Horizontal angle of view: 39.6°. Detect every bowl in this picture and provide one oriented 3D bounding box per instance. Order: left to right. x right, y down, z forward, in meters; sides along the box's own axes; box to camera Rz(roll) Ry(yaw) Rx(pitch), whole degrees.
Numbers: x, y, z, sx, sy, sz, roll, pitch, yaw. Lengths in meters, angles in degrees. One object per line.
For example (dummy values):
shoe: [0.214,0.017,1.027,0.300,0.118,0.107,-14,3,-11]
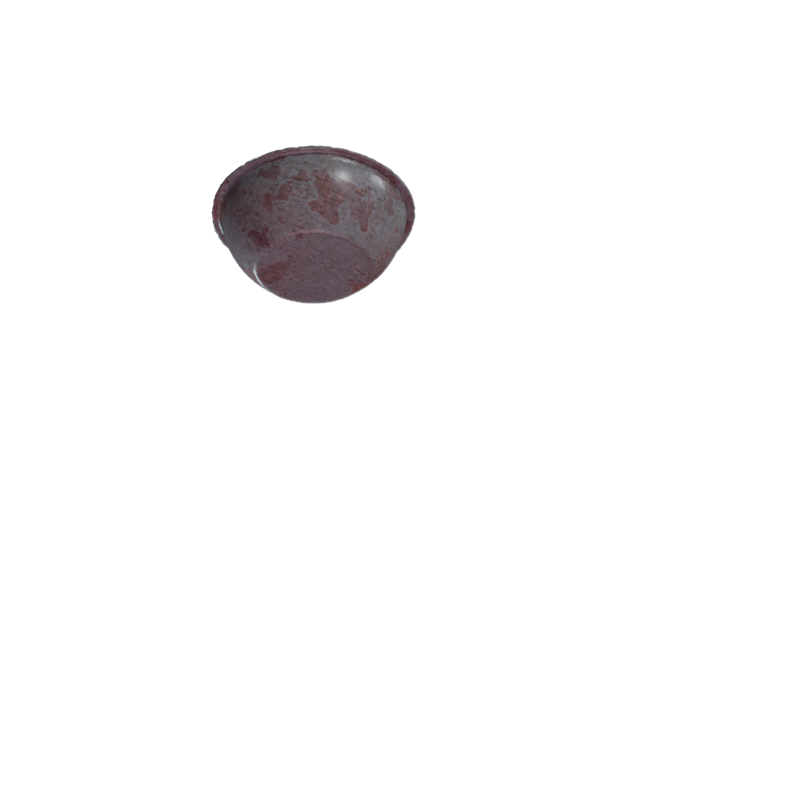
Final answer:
bowl: [-0.068,-0.123,0.863,0.162,0.059,0.151,1,-35,-2]
